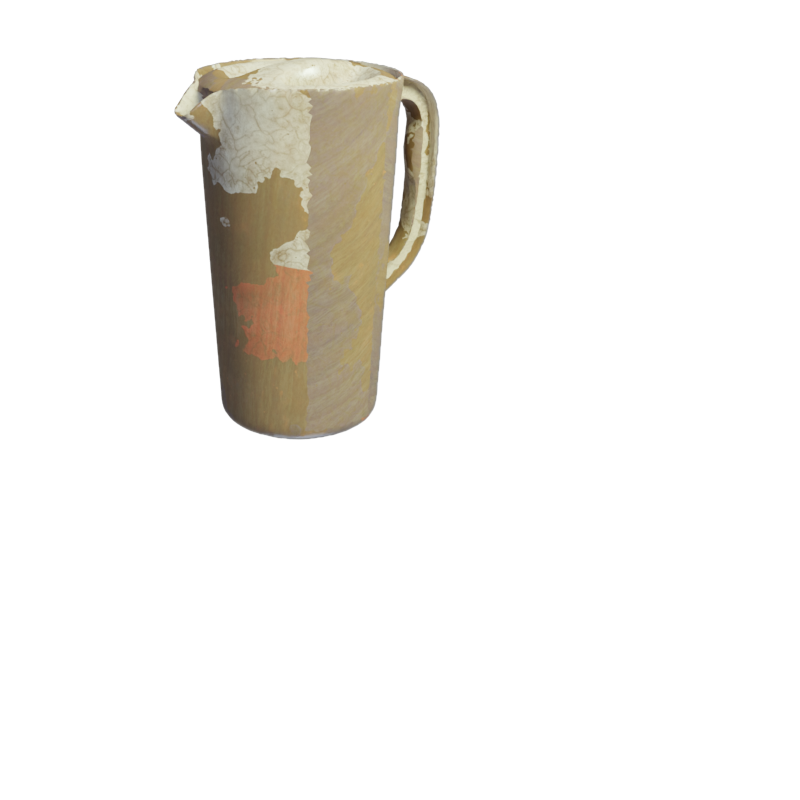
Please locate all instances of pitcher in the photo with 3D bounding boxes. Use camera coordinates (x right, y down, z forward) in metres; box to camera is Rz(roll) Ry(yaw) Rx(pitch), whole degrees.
[{"bbox_3d":[-0.058,-0.106,0.741,0.152,0.233,0.149,5,21,10],"label":"pitcher"}]
